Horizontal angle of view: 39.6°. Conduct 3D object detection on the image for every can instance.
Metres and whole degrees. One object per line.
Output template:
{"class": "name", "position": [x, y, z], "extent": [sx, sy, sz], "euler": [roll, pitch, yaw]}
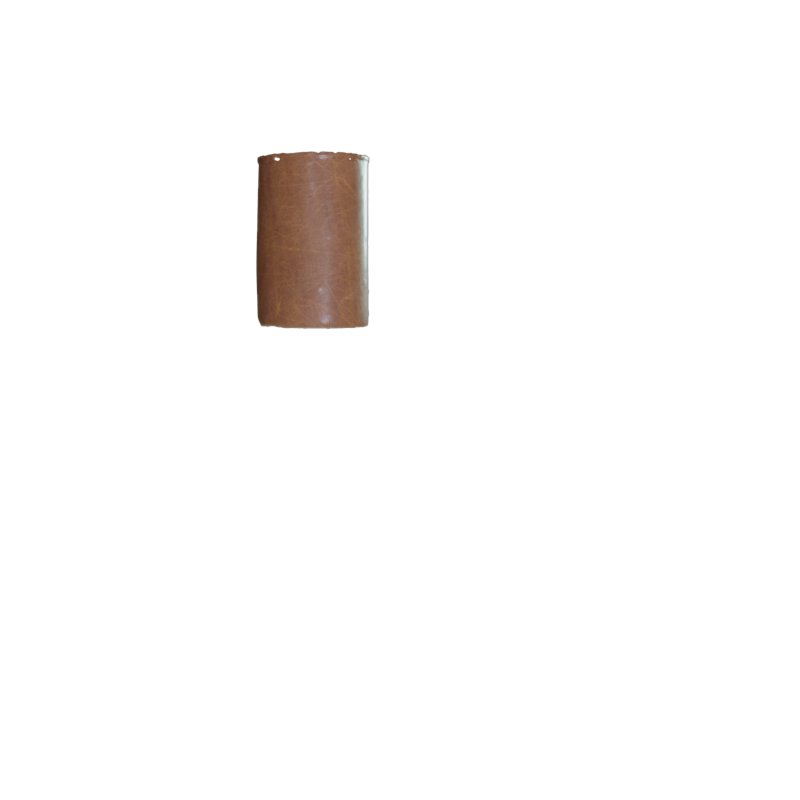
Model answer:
{"class": "can", "position": [-0.052, -0.095, 0.667], "extent": [0.068, 0.103, 0.069], "euler": [0, 0, -2]}
